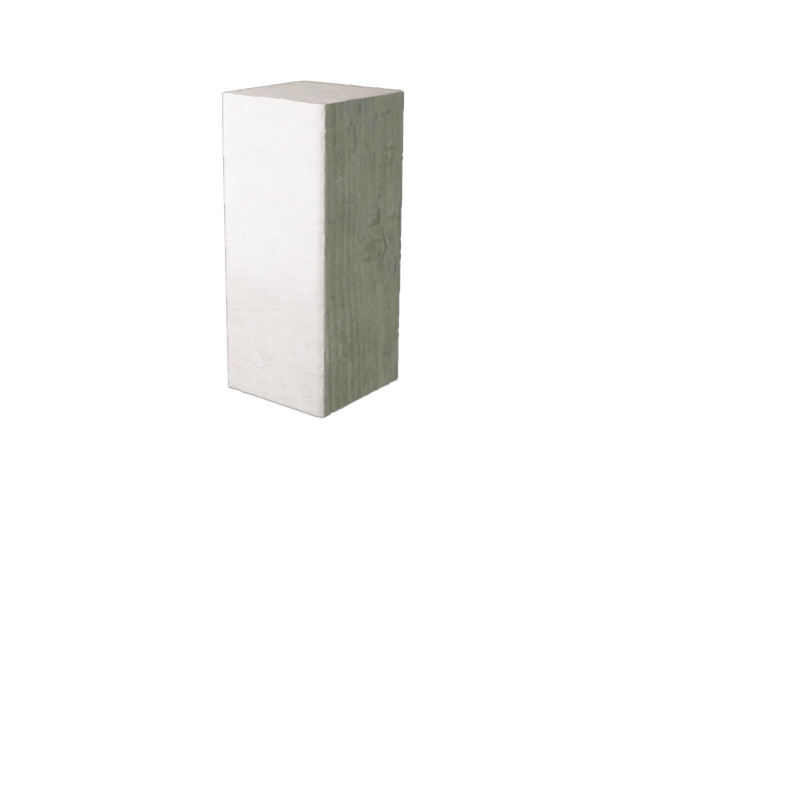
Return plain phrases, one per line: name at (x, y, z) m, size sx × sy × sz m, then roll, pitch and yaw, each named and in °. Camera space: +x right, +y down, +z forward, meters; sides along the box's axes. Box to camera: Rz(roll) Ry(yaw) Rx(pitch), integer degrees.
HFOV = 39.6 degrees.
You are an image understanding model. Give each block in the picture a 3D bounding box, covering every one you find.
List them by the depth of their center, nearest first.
block at (-0.060, -0.108, 0.756) m, size 0.095 × 0.198 × 0.090 m, roll 13°, pitch 21°, yaw 34°
